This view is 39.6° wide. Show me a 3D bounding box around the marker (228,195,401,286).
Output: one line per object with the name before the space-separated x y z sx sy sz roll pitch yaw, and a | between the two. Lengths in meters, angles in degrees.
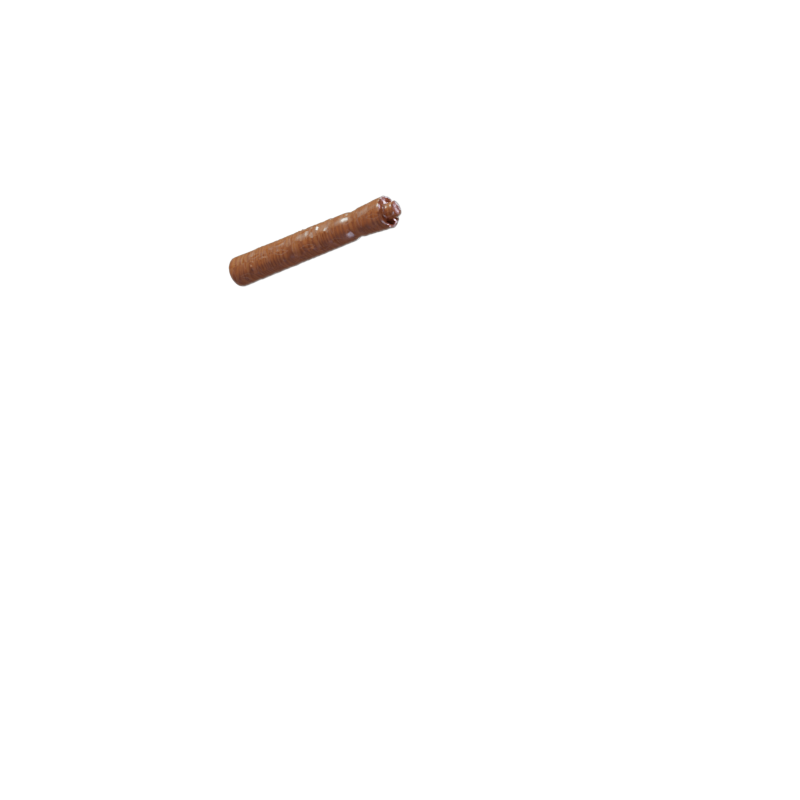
marker | -0.050 -0.091 0.638 0.122 0.020 0.019 -16 -6 36
